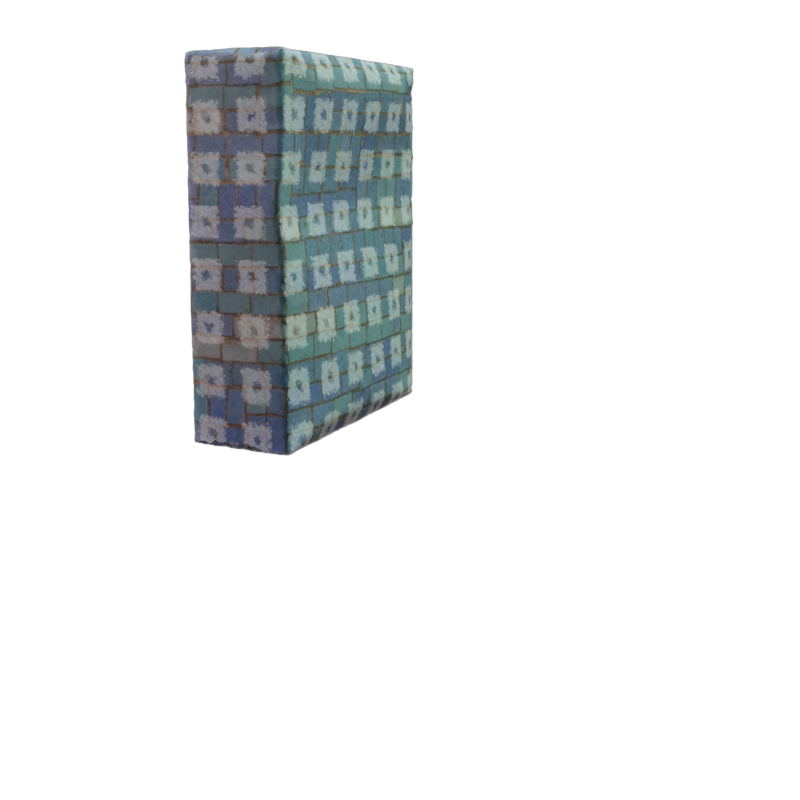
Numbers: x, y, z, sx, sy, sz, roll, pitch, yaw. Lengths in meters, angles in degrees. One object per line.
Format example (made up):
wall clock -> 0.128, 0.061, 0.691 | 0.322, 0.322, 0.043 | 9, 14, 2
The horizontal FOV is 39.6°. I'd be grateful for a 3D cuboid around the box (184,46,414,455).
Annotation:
box -> -0.051, -0.093, 0.650 | 0.074, 0.211, 0.161 | 3, 8, 26
